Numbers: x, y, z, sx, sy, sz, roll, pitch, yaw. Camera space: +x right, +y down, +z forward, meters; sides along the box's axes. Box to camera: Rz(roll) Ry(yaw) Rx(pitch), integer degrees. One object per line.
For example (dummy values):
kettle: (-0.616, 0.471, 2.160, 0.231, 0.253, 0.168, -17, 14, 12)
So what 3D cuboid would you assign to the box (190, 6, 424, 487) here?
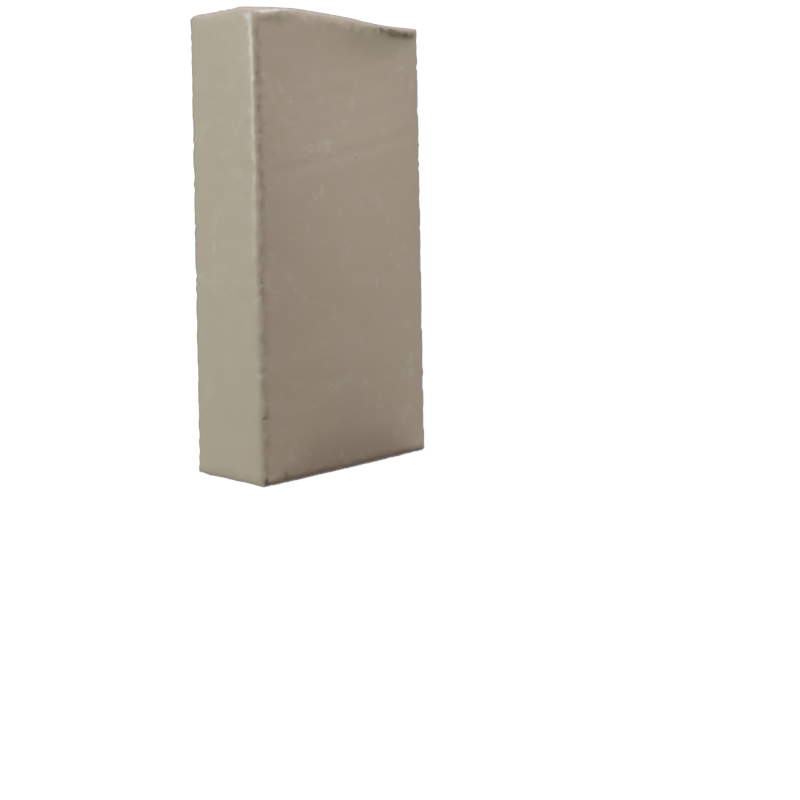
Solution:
box: (-0.035, -0.063, 0.442, 0.050, 0.175, 0.090, 4, 6, 43)
